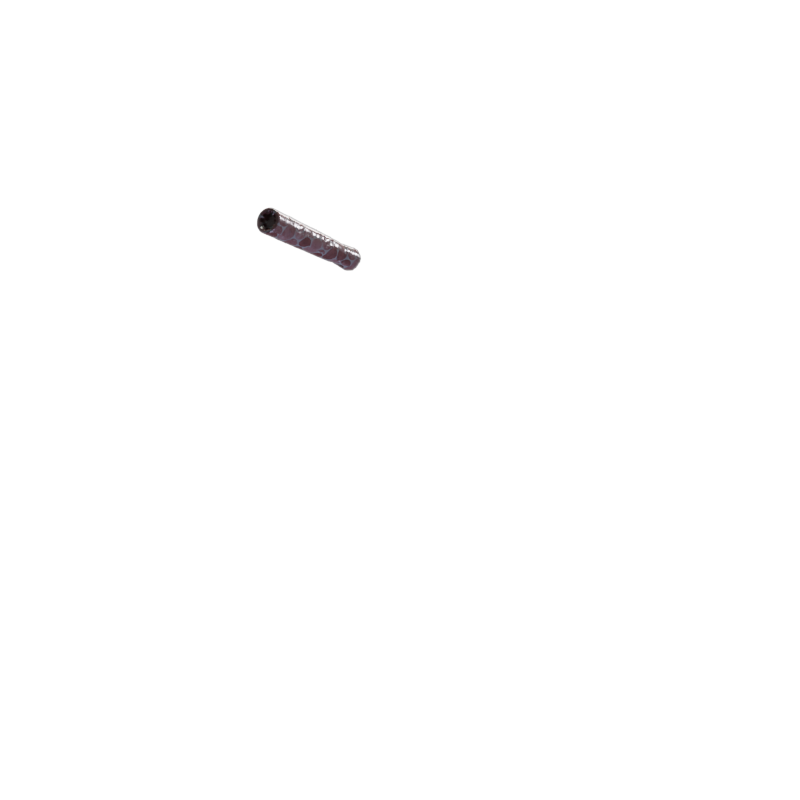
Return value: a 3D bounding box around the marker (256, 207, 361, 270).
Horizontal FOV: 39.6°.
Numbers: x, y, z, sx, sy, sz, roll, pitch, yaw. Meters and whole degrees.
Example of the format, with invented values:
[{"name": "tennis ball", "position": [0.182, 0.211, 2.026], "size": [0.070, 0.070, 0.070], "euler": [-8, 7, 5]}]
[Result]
[{"name": "marker", "position": [-0.064, -0.116, 0.815], "size": [0.020, 0.020, 0.114], "euler": [3, -7, 30]}]
